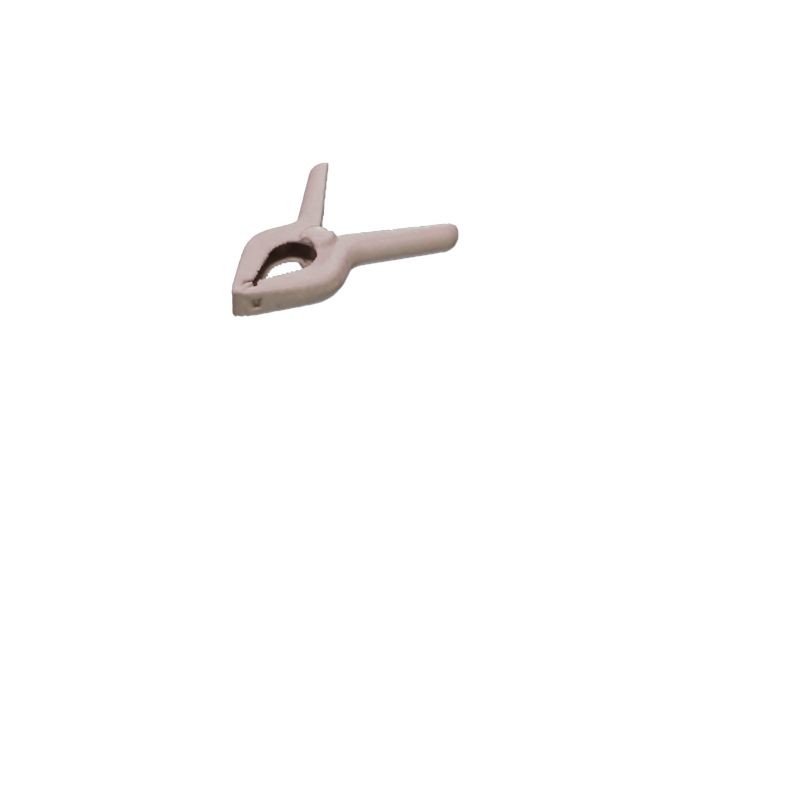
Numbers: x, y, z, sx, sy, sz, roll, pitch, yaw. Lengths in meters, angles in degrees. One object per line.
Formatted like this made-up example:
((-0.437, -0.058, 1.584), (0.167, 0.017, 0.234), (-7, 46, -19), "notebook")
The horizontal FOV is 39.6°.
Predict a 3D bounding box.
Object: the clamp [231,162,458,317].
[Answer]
((-0.076, -0.138, 0.969), (0.210, 0.034, 0.176), (-32, 51, -31), "clamp")
